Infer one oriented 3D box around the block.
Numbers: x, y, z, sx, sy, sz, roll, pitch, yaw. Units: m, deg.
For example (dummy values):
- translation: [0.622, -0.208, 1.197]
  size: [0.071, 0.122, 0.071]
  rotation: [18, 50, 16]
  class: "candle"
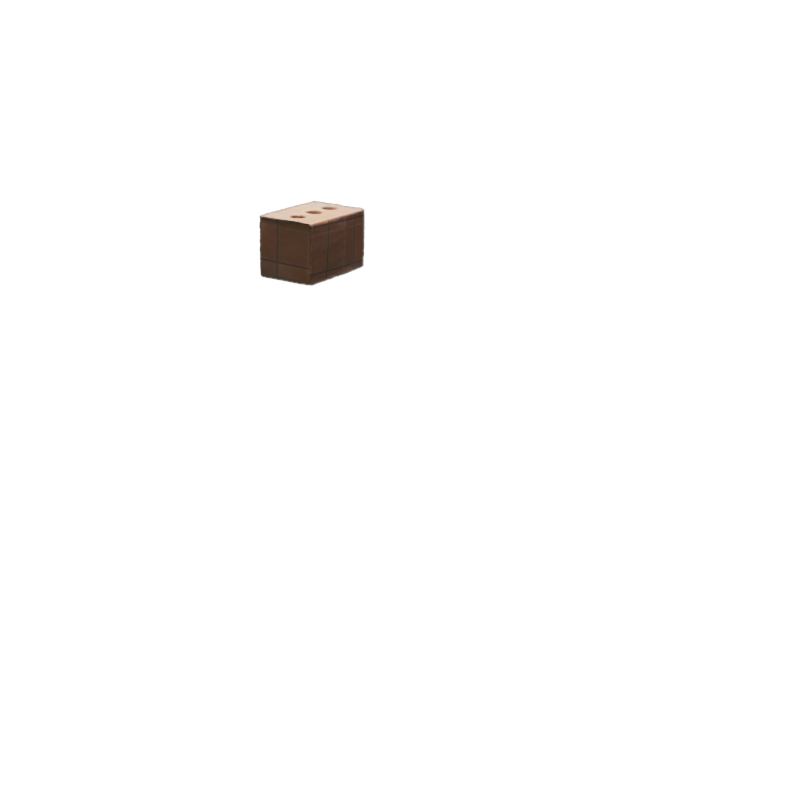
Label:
- translation: [-0.071, -0.129, 0.902]
  size: [0.055, 0.049, 0.077]
  rotation: [11, 21, 31]
  class: "block"
